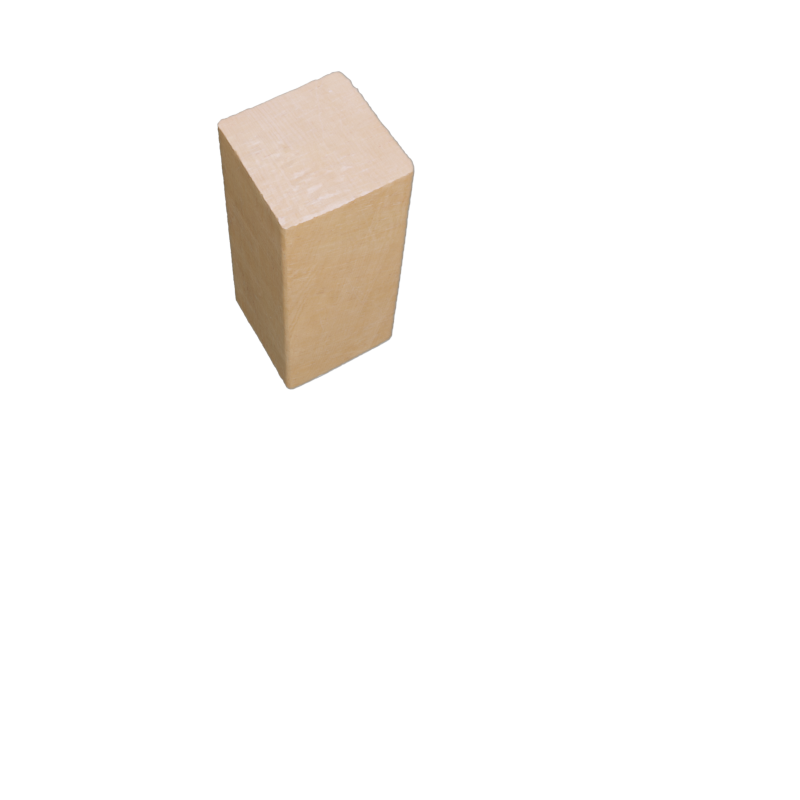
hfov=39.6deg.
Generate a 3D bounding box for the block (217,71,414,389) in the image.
[{"bbox_3d":[-0.057,-0.105,0.735,0.090,0.097,0.194,-26,-24,-16],"label":"block"}]
